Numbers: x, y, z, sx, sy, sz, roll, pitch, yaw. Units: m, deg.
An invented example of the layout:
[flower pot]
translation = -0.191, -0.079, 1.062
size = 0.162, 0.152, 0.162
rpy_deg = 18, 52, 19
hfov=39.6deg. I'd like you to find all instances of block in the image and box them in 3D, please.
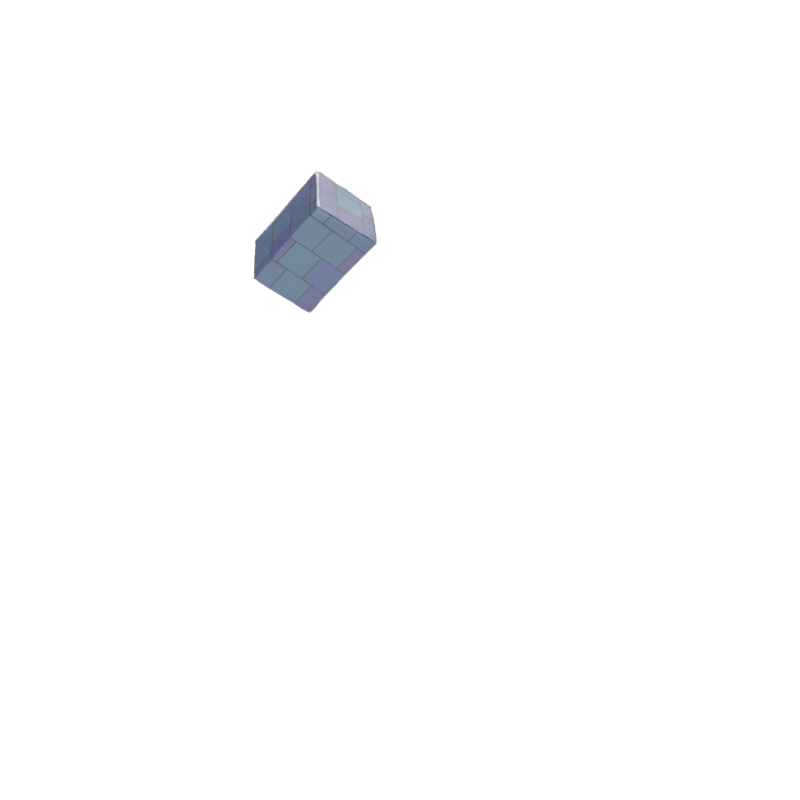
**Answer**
[block]
translation = -0.062, -0.113, 0.789
size = 0.050, 0.055, 0.076
rpy_deg = 33, -60, -25
